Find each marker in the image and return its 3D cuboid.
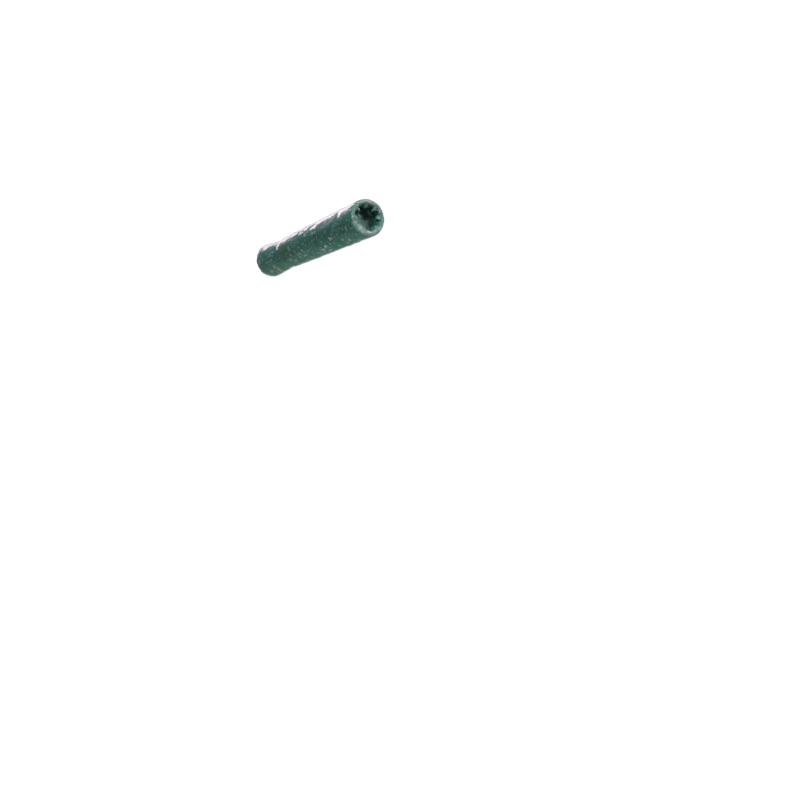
[{"bbox_3d":[-0.045,-0.083,0.580,0.019,0.020,0.123,-2,-3,-29],"label":"marker"}]
